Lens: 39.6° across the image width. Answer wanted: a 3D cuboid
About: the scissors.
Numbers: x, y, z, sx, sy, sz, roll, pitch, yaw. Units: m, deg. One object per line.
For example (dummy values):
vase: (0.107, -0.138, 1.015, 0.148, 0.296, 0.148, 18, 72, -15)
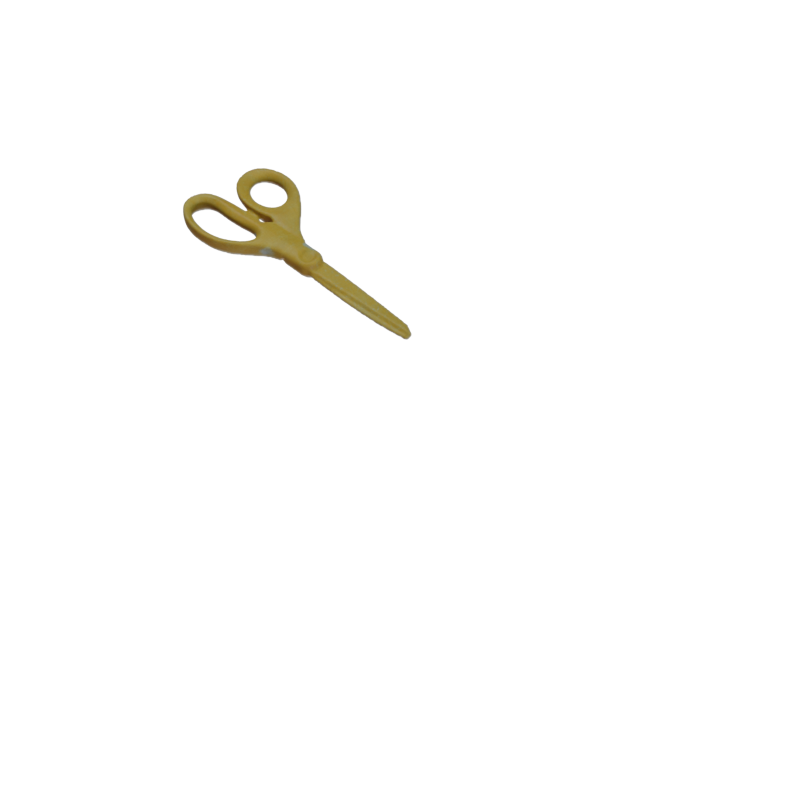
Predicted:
scissors: (-0.063, -0.115, 0.803, 0.210, 0.099, 0.015, 24, -37, 19)
